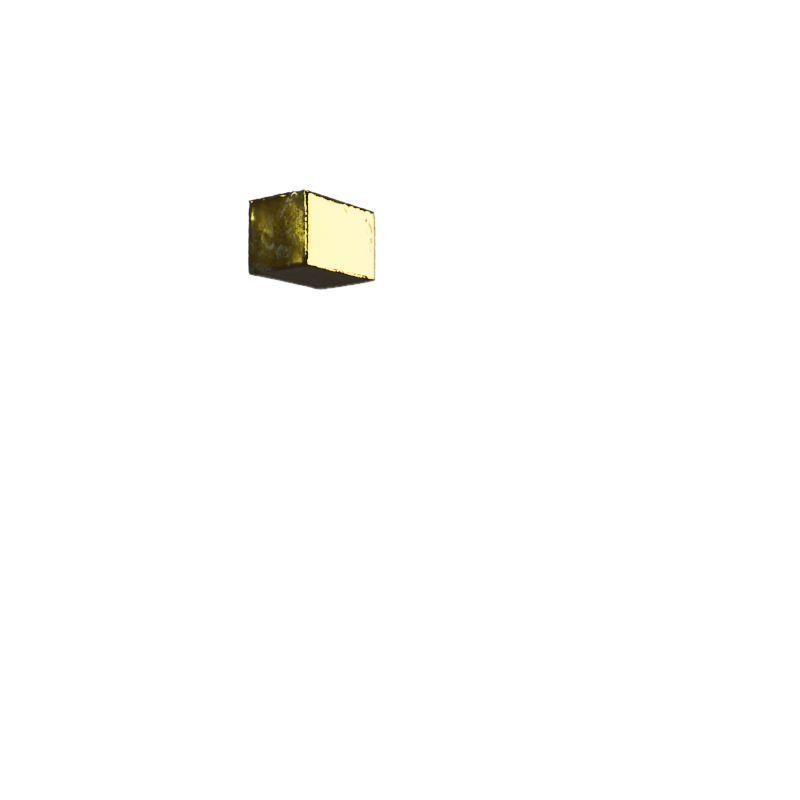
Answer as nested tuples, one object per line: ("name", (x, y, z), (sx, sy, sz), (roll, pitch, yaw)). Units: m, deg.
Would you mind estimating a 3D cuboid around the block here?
("block", (-0.059, -0.108, 0.754), (0.054, 0.053, 0.074), (-6, -9, 35))
